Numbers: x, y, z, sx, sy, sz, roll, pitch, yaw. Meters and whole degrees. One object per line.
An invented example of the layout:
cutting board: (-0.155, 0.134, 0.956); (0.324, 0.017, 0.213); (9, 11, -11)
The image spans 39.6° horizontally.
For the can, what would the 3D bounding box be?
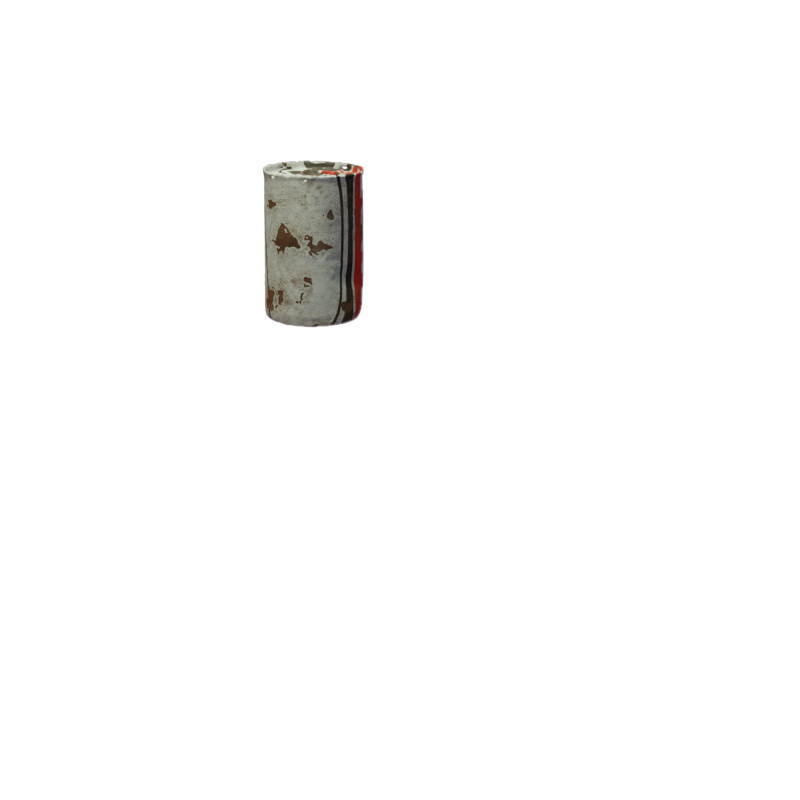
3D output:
can: (-0.059, -0.108, 0.754); (0.068, 0.099, 0.071); (0, 16, -2)
